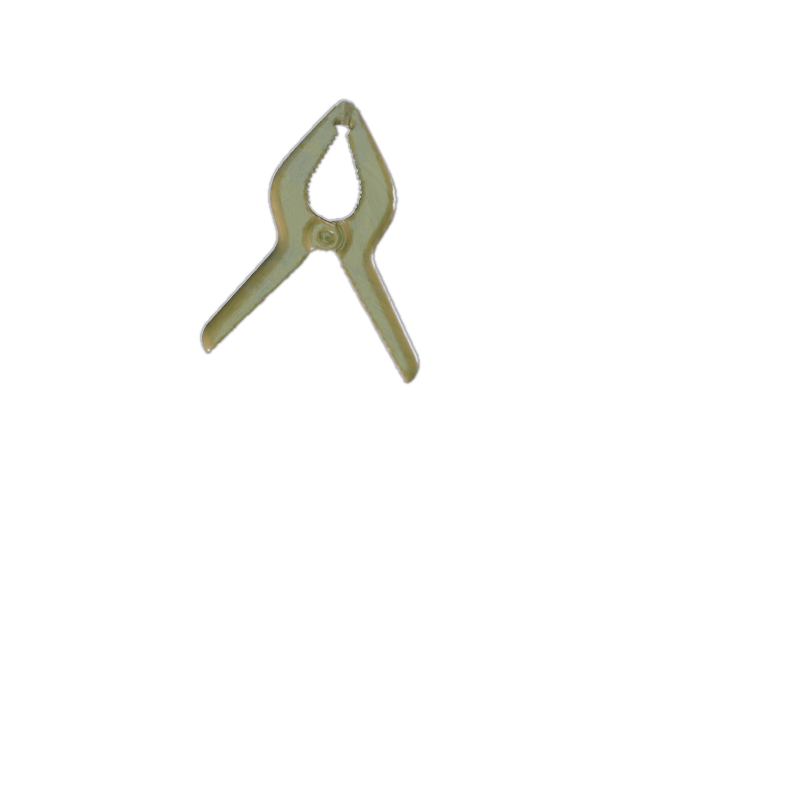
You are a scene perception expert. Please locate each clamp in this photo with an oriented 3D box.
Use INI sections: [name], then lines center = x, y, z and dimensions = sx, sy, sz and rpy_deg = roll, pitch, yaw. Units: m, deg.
[clamp]
center = -0.065, -0.118, 0.830
dimensions = 0.164, 0.208, 0.037
rpy_deg = 2, 5, 0
